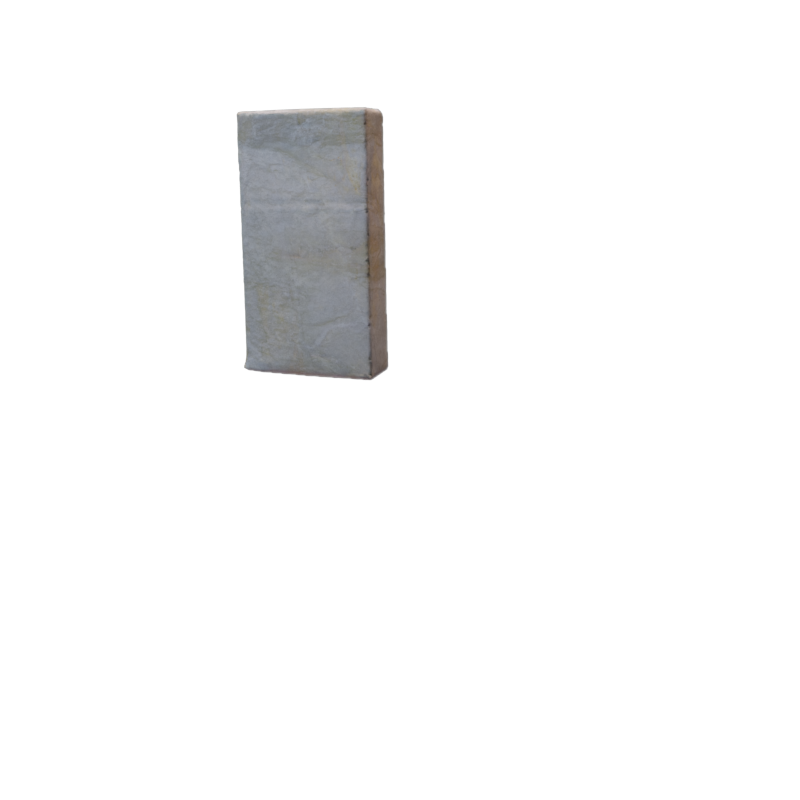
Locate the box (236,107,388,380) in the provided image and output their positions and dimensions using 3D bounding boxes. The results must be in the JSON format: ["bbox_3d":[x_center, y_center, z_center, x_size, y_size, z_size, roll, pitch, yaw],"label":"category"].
[{"bbox_3d":[-0.058,-0.106,0.740,0.096,0.175,0.047,2,5,20],"label":"box"}]
